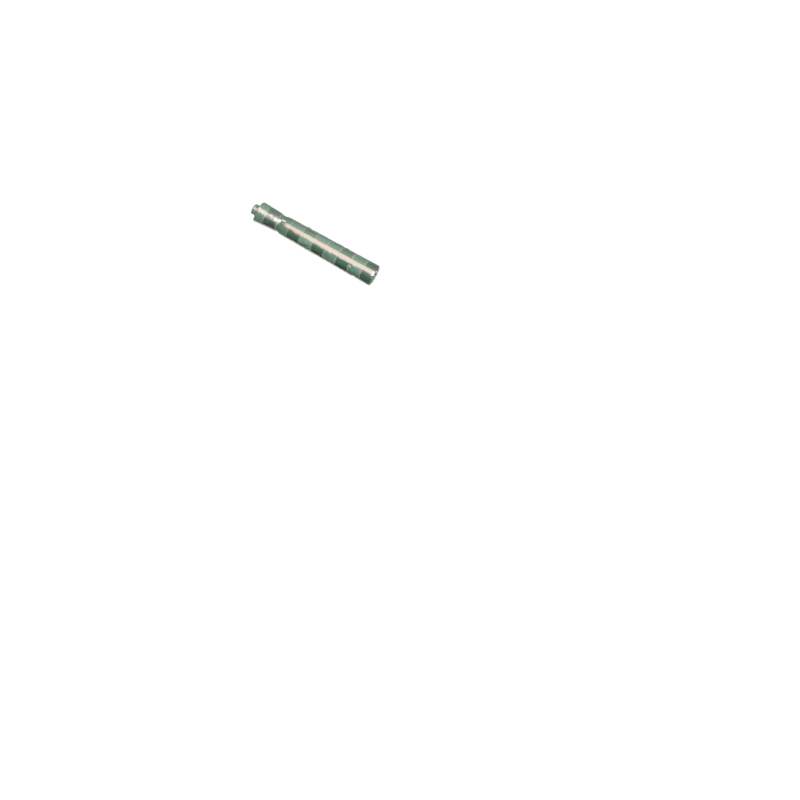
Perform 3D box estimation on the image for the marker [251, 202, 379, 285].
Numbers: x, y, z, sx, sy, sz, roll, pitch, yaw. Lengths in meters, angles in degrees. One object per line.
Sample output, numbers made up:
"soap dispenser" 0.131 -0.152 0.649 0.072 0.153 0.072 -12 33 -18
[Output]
"marker" -0.074 -0.135 0.945 0.124 0.019 0.019 30 9 11
